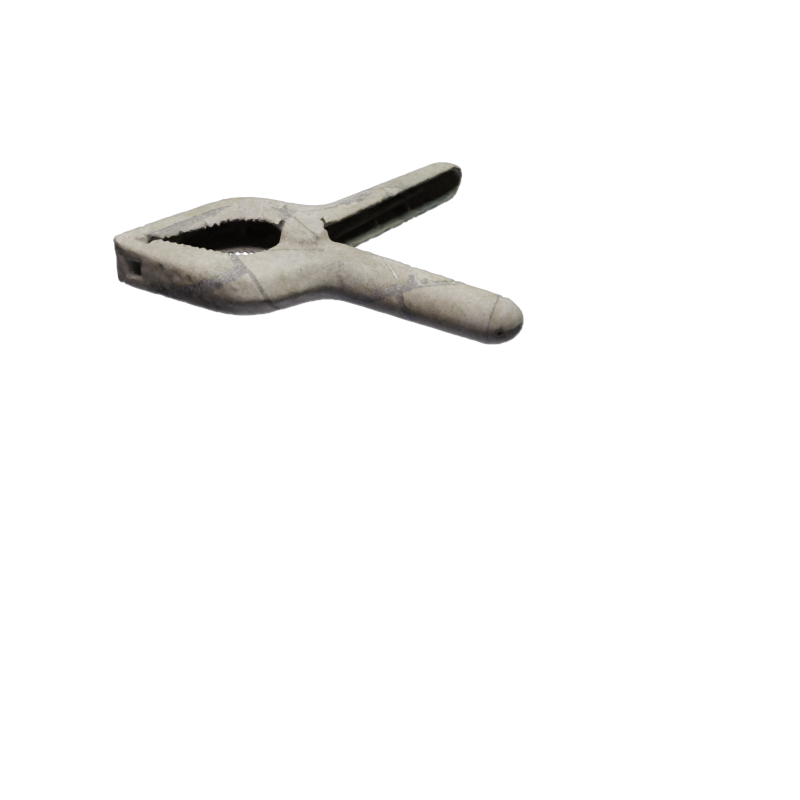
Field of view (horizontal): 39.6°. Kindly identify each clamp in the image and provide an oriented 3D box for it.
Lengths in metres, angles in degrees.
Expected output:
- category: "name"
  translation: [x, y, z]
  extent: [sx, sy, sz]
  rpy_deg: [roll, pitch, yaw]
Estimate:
- category: "clamp"
  translation: [-0.047, -0.087, 0.607]
  extent: [0.210, 0.034, 0.175]
  rpy_deg: [0, 36, 0]
